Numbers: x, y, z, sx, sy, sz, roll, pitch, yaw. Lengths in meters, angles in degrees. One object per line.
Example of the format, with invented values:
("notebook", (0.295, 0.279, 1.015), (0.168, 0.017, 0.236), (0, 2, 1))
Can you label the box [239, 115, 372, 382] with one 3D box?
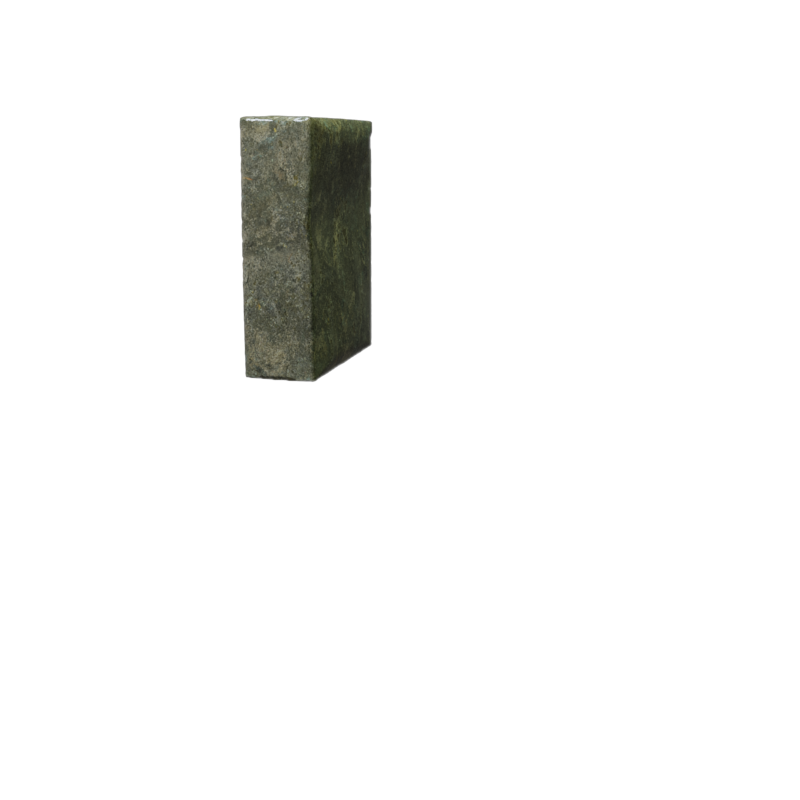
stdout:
("box", (-0.075, -0.137, 0.959), (0.074, 0.211, 0.163), (2, 8, 16))
